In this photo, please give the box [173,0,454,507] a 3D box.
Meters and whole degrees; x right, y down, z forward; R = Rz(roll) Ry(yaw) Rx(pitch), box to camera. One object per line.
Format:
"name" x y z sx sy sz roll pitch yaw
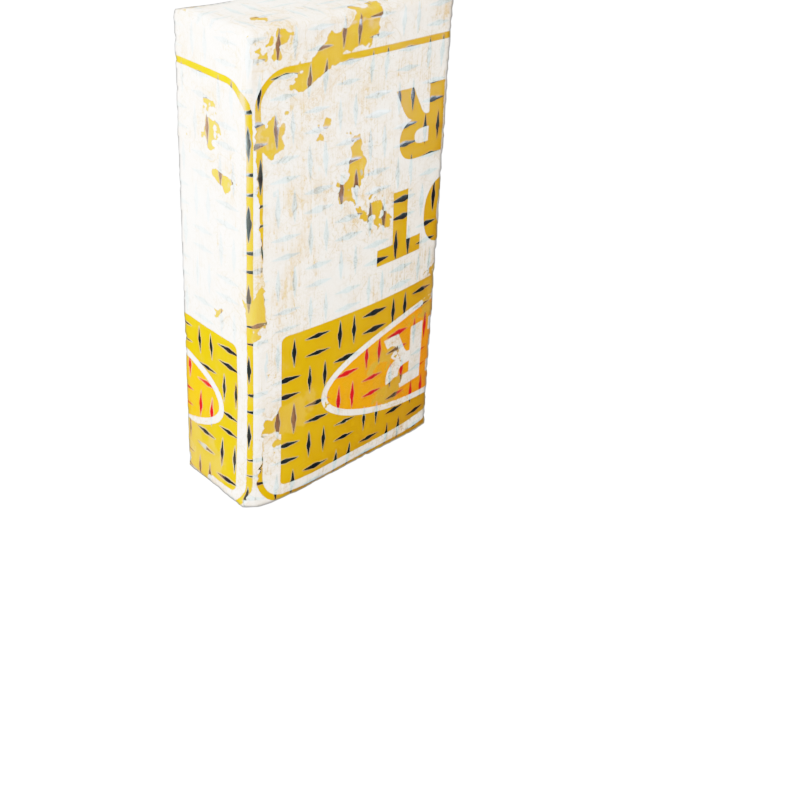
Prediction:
"box" -0.031 -0.057 0.397 0.092 0.167 0.051 -22 33 -40
